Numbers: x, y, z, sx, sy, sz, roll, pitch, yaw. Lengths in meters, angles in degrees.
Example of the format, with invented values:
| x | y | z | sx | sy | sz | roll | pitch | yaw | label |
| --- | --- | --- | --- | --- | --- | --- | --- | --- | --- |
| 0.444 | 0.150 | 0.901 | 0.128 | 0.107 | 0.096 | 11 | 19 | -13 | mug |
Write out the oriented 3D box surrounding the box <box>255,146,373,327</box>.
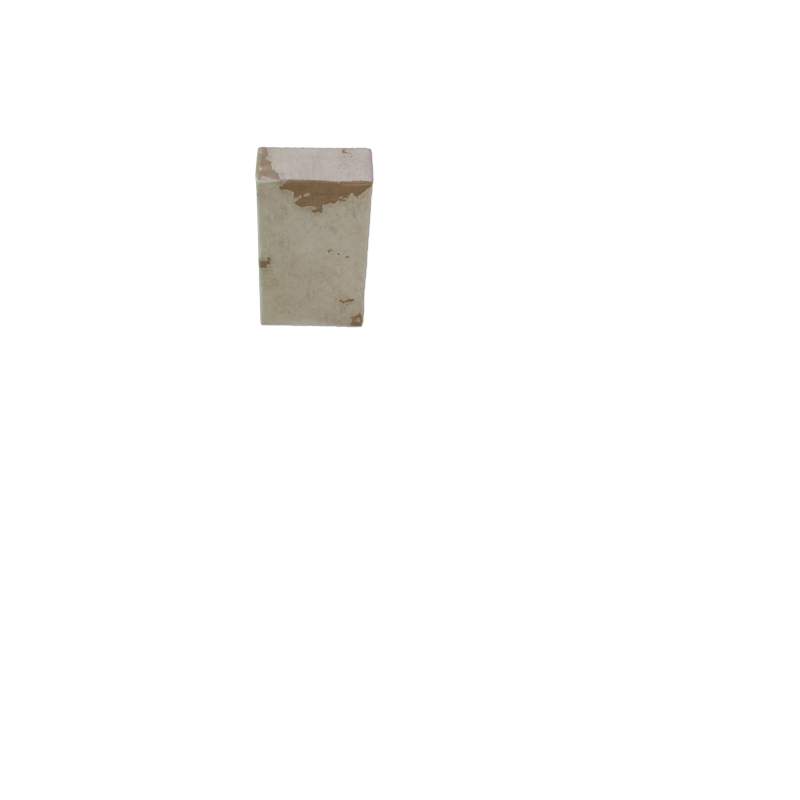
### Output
| x | y | z | sx | sy | sz | roll | pitch | yaw | label |
| --- | --- | --- | --- | --- | --- | --- | --- | --- | --- |
| -0.072 | -0.131 | 0.922 | 0.093 | 0.051 | 0.164 | 1 | -37 | -2 | box |
